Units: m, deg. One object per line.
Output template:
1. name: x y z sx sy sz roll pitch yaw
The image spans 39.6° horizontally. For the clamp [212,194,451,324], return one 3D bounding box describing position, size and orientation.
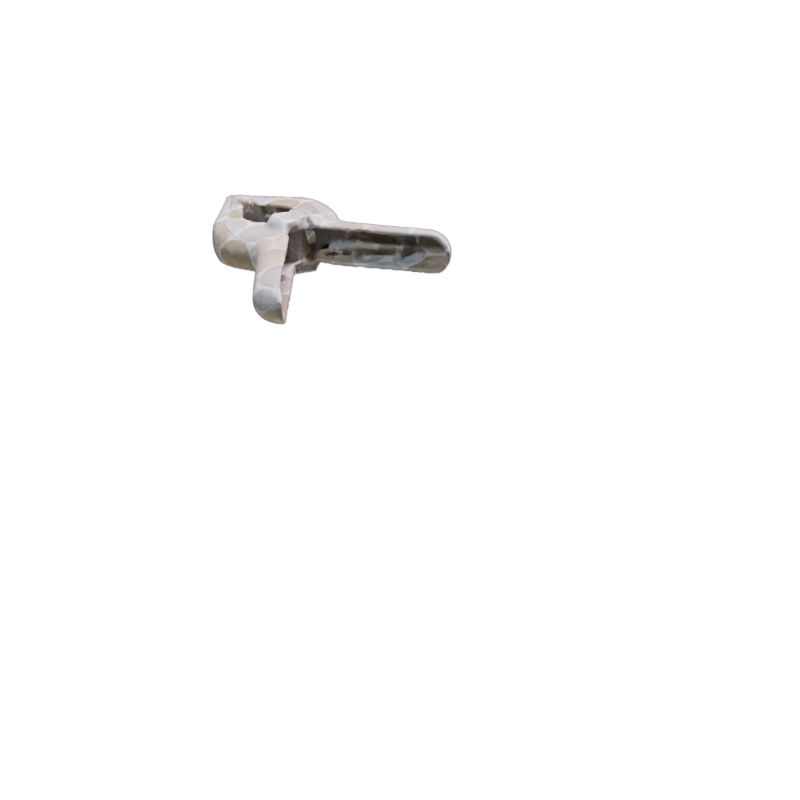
1. clamp: -0.052 -0.094 0.661 0.118 0.037 0.184 -10 28 -21
